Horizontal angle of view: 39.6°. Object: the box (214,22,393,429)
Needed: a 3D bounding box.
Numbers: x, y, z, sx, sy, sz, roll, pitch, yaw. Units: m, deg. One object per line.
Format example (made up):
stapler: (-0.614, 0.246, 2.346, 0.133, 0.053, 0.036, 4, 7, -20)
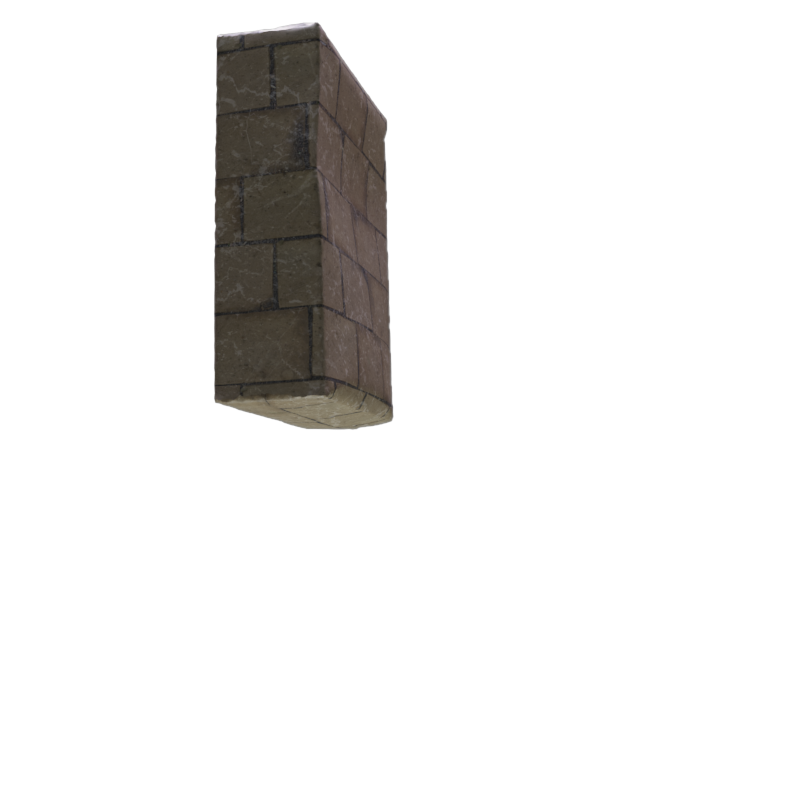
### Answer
box: (-0.053, -0.096, 0.673, 0.073, 0.221, 0.156, -4, -12, 13)
